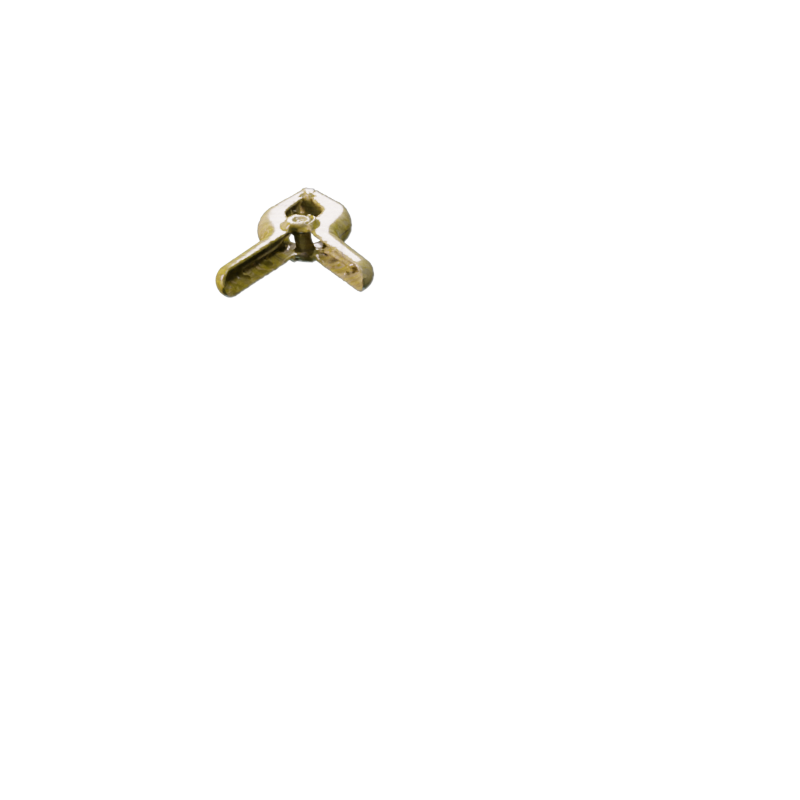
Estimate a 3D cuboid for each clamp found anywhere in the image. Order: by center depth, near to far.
[{"bbox_3d":[-0.071,-0.129,0.903,0.122,0.037,0.180,6,34,8],"label":"clamp"}]
